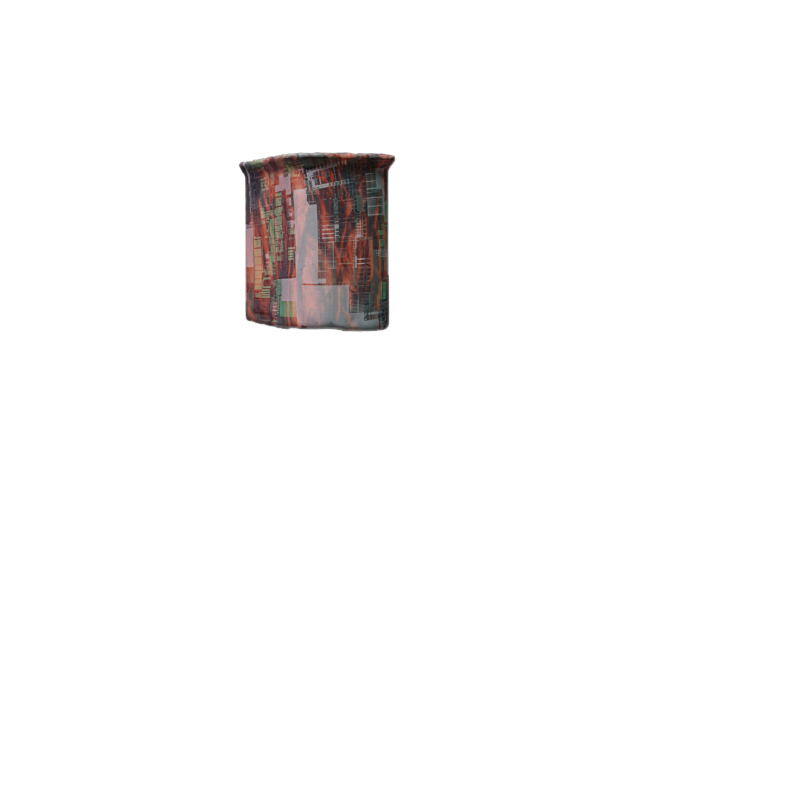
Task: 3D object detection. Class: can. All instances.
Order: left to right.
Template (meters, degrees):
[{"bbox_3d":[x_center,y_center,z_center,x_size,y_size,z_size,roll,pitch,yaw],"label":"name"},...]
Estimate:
[{"bbox_3d":[-0.044,-0.080,0.558,0.056,0.083,0.106,-1,5,-24],"label":"can"}]
